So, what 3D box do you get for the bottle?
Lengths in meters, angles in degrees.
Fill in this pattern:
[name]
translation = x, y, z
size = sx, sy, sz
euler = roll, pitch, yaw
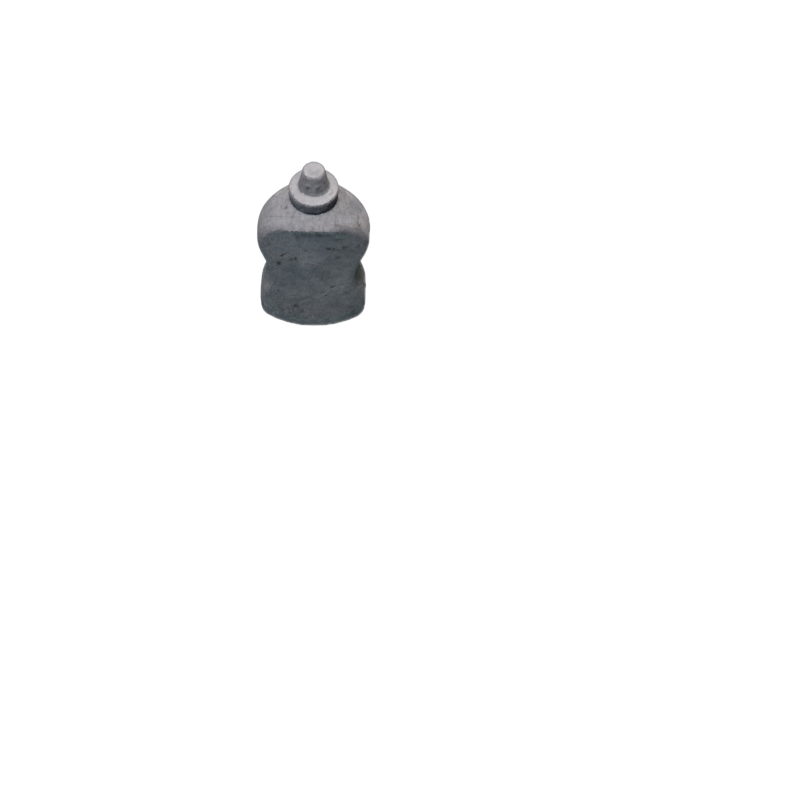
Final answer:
[bottle]
translation = -0.075, -0.137, 0.956
size = 0.096, 0.062, 0.180
euler = 4, -31, -1
